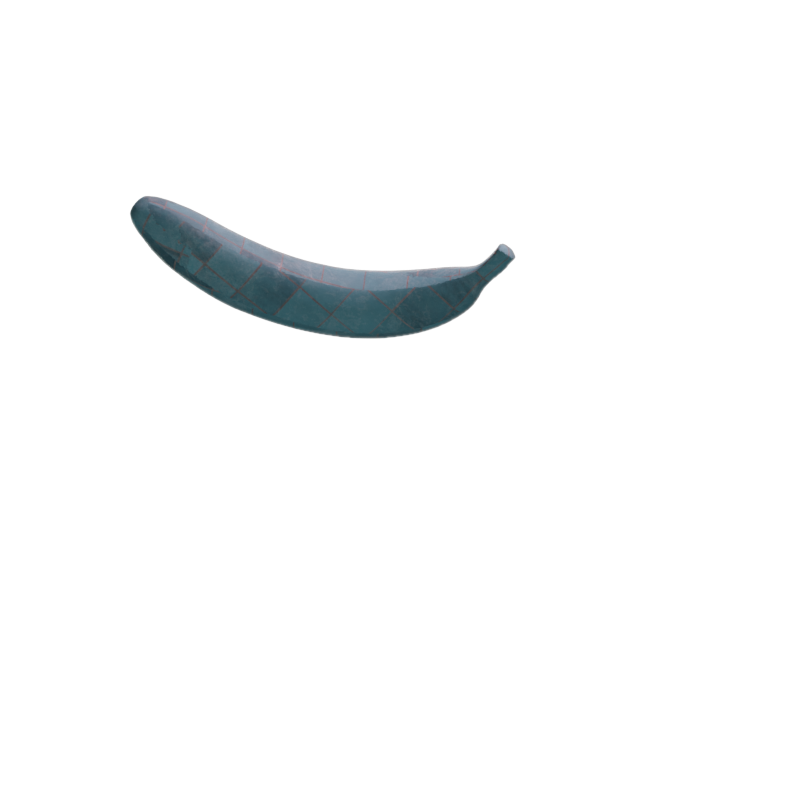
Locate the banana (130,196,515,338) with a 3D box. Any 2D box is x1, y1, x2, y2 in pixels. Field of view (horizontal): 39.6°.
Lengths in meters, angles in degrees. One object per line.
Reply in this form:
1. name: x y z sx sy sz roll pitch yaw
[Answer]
1. banana: -0.044 -0.067 0.586 0.197 0.066 0.039 6 27 -3
